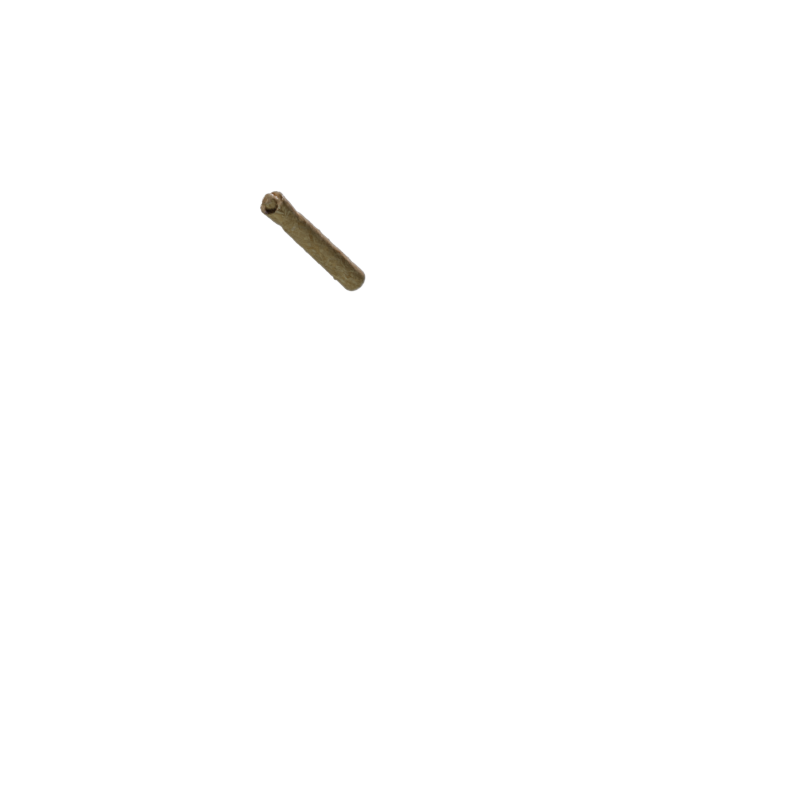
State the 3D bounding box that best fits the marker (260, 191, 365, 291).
[{"bbox_3d":[-0.062,-0.113,0.789,0.020,0.020,0.112,3,-23,34],"label":"marker"}]
